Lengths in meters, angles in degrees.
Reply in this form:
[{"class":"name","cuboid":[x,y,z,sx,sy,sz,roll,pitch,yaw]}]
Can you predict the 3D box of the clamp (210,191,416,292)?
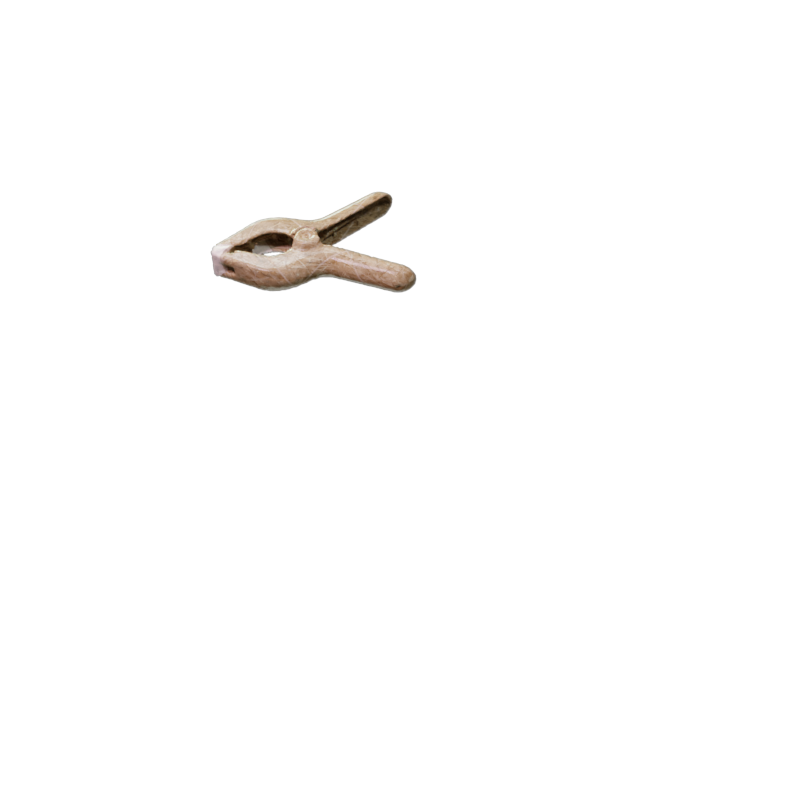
[{"class":"clamp","cuboid":[-0.075,-0.136,0.954,0.171,0.037,0.128,0,39,0]}]
